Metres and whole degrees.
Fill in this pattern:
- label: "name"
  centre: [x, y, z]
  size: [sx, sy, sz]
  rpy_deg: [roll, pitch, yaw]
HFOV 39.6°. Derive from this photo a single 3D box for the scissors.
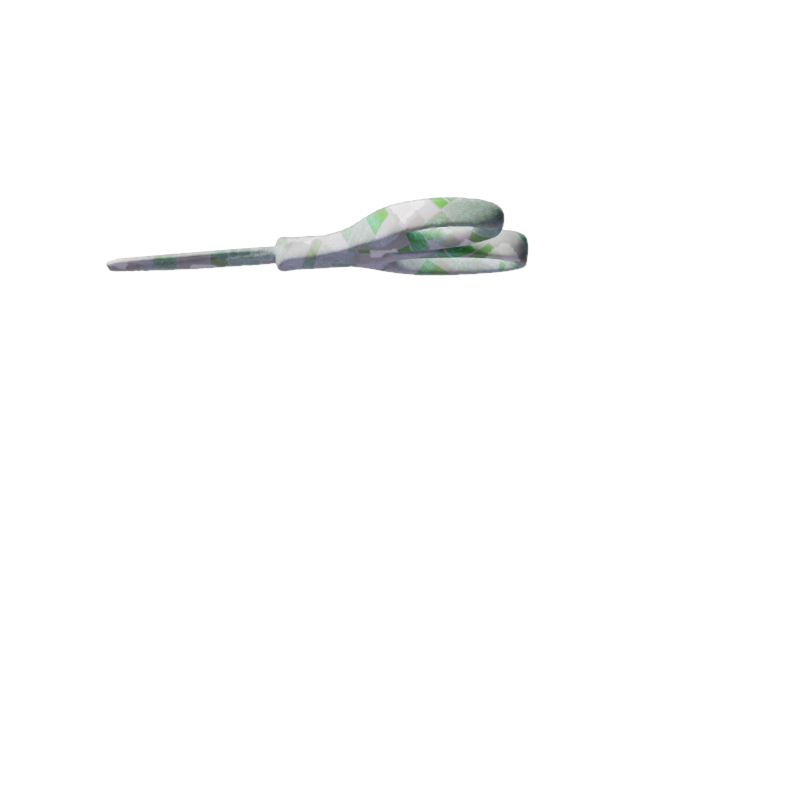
- label: "scissors"
  centre: [-0.040, -0.072, 0.505]
  size: [0.201, 0.016, 0.093]
  rpy_deg: [0, -9, -2]
